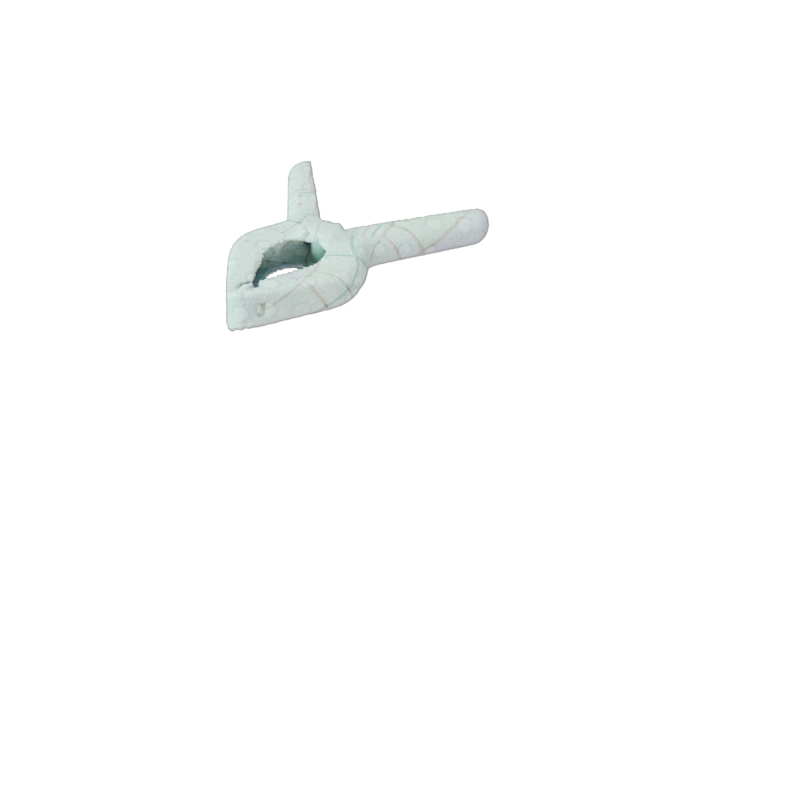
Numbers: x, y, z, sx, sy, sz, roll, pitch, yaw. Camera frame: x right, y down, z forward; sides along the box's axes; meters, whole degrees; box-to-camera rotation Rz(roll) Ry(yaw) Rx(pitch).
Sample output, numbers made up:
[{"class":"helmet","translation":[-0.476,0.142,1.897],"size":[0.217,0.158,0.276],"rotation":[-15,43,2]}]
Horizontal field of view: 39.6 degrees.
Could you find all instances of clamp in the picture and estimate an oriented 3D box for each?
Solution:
[{"class":"clamp","translation":[-0.060,-0.109,0.767],"size":[0.174,0.034,0.211],"rotation":[23,40,30]}]
